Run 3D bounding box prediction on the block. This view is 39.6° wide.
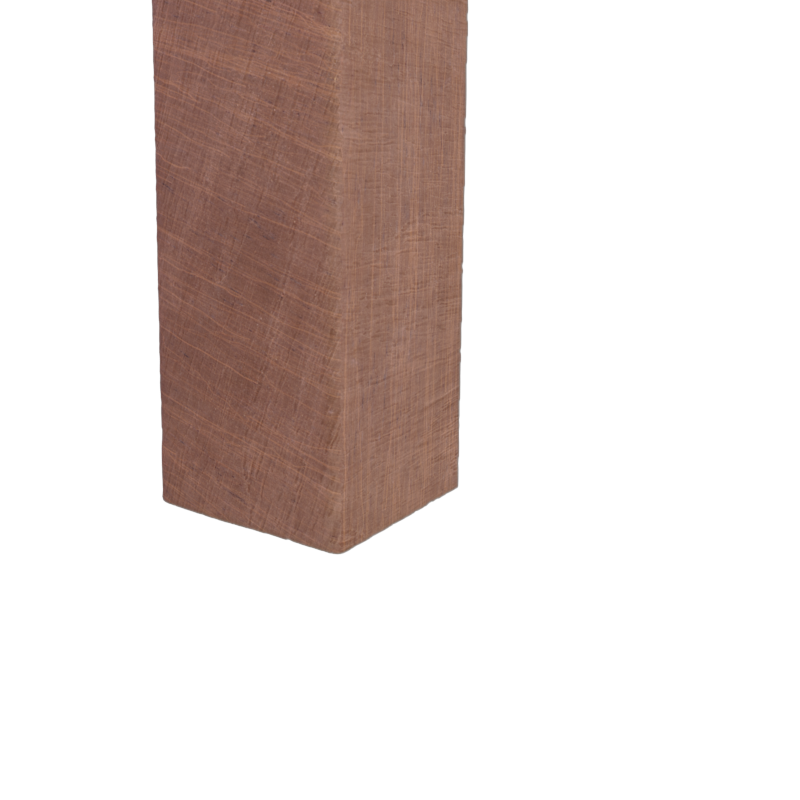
[{"bbox_3d":[-0.034,-0.062,0.434,0.094,0.202,0.089,7,12,34],"label":"block"}]
